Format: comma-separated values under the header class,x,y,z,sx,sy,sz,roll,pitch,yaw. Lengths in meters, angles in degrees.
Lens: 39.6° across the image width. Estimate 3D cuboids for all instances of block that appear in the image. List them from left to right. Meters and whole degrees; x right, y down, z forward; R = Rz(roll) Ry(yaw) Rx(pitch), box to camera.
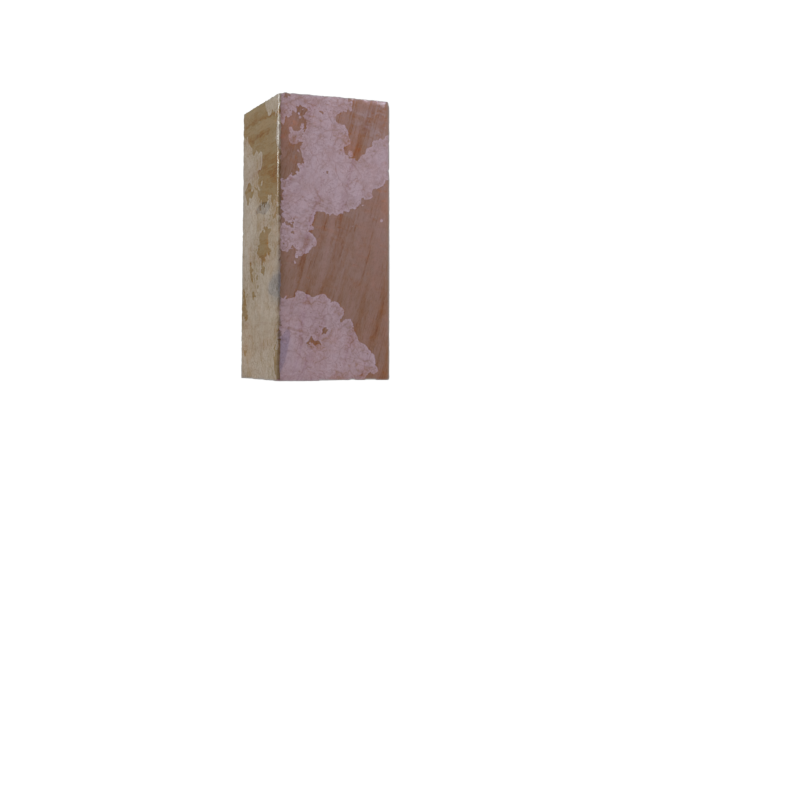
class,x,y,z,sx,sy,sz,roll,pitch,yaw
block,-0.065,-0.120,0.838,0.087,0.209,0.092,1,-4,-24
